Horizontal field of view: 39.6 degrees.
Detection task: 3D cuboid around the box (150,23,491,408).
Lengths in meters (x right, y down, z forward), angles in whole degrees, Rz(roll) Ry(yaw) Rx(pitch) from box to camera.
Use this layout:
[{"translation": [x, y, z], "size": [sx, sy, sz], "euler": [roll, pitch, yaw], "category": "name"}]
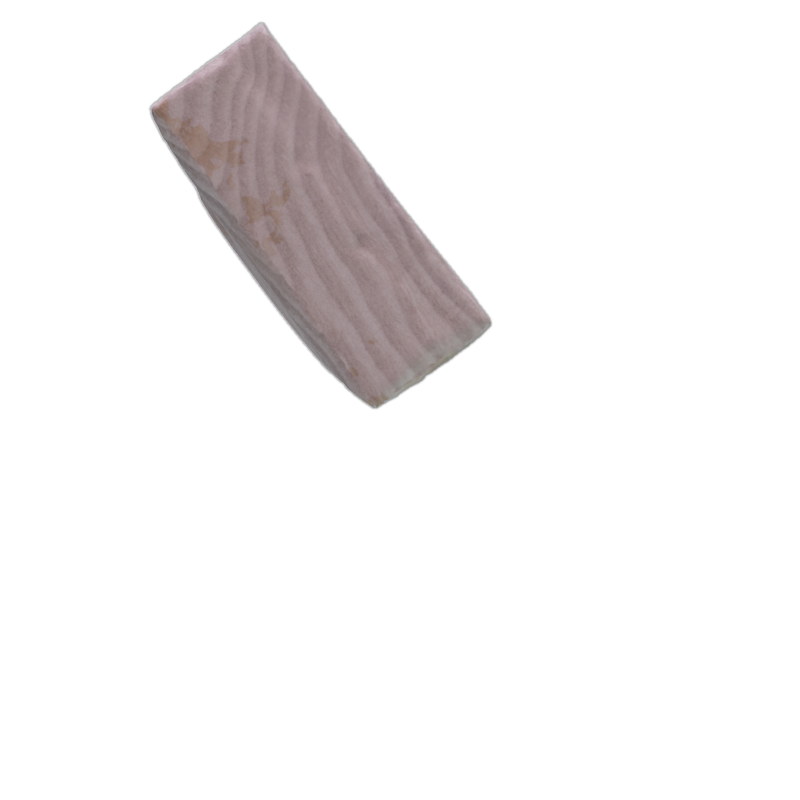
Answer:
[{"translation": [-0.045, -0.081, 0.569], "size": [0.072, 0.165, 0.213], "euler": [-37, 1, -2], "category": "box"}]
